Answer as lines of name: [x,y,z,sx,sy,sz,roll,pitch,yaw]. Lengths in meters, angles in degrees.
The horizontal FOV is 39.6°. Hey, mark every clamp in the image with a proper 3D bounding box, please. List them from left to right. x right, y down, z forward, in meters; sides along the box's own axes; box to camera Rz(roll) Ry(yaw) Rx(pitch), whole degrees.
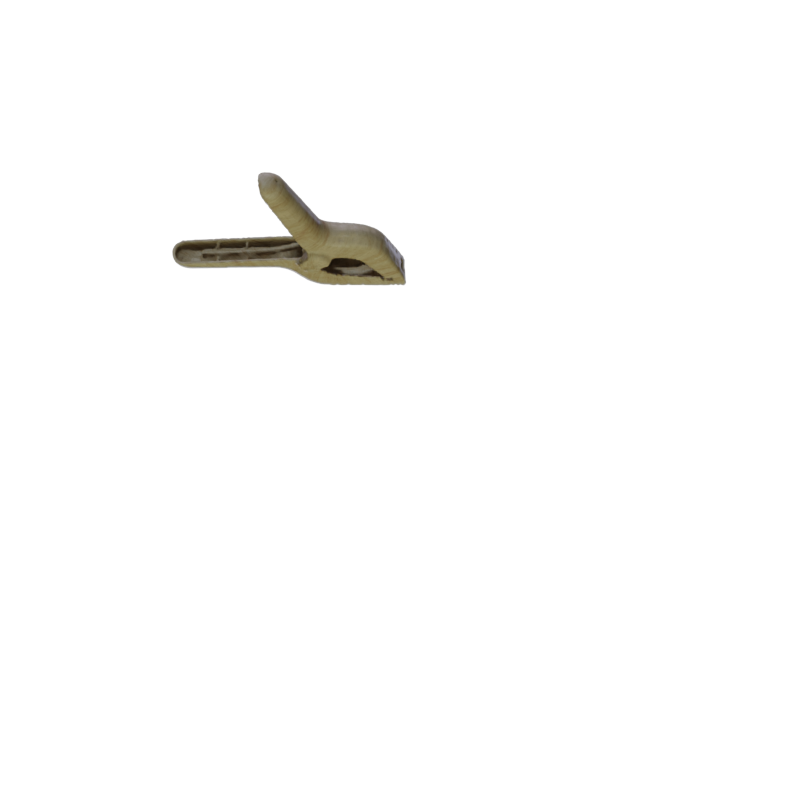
clamp: [-0.077,-0.140,0.981,0.202,0.038,0.163,10,-21,-26]
